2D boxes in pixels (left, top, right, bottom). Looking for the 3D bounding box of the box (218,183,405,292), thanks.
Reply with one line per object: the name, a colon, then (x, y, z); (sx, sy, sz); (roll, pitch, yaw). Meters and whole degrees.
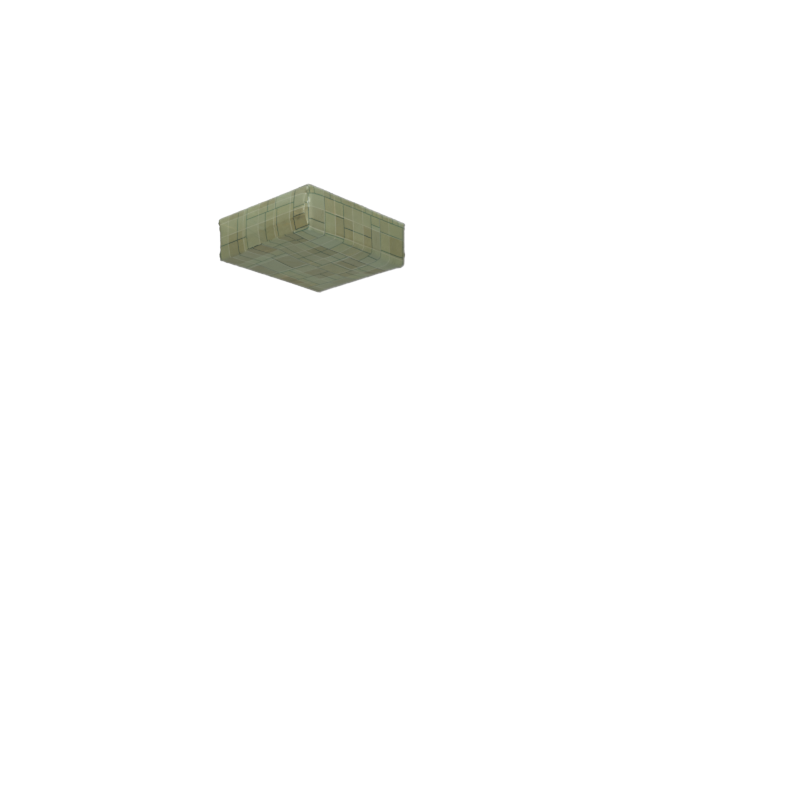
box: (-0.064, -0.117, 0.816); (0.091, 0.041, 0.107); (-13, -20, 38)
